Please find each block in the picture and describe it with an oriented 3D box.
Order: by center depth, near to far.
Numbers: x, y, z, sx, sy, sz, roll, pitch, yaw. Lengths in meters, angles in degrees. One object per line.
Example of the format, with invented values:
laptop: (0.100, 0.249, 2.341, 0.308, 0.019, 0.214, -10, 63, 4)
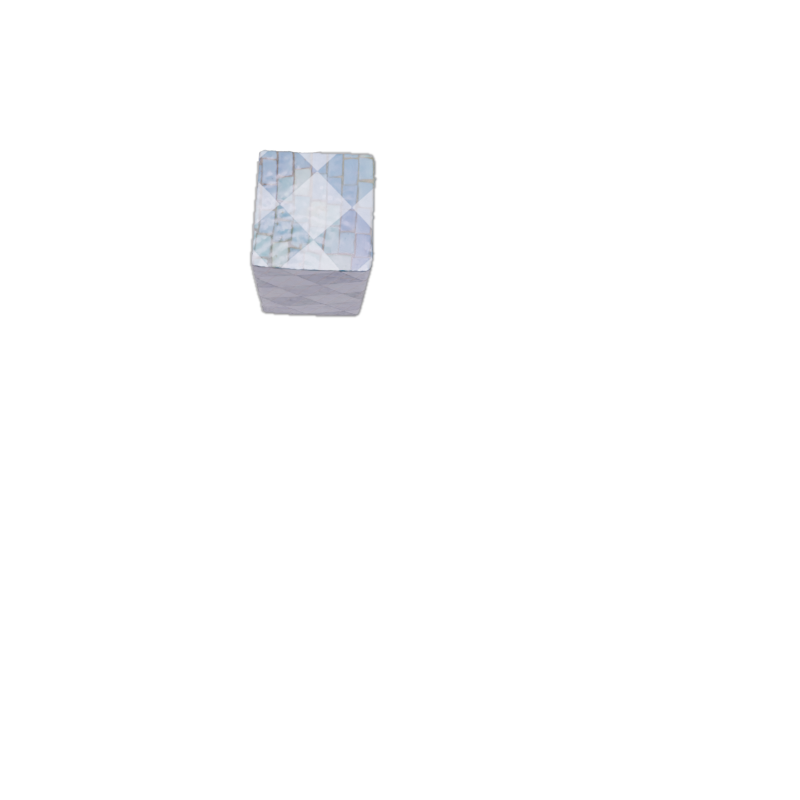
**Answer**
block: (-0.071, -0.130, 0.913, 0.090, 0.093, 0.202, 3, -7, -3)
